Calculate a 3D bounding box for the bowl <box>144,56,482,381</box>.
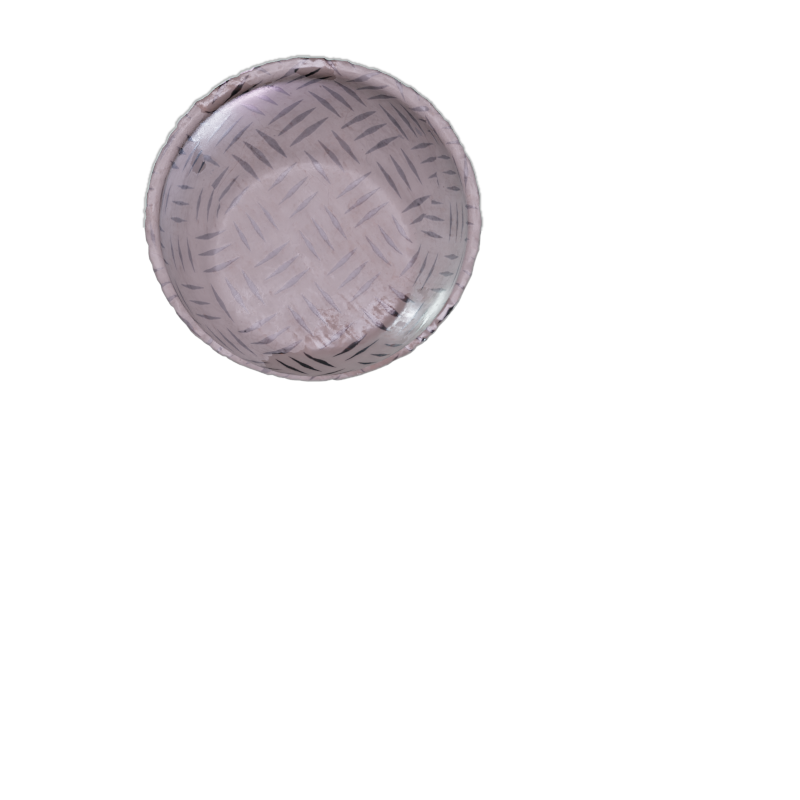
[{"bbox_3d":[-0.040,-0.072,0.507,0.162,0.155,0.057,0,19,-1],"label":"bowl"}]
